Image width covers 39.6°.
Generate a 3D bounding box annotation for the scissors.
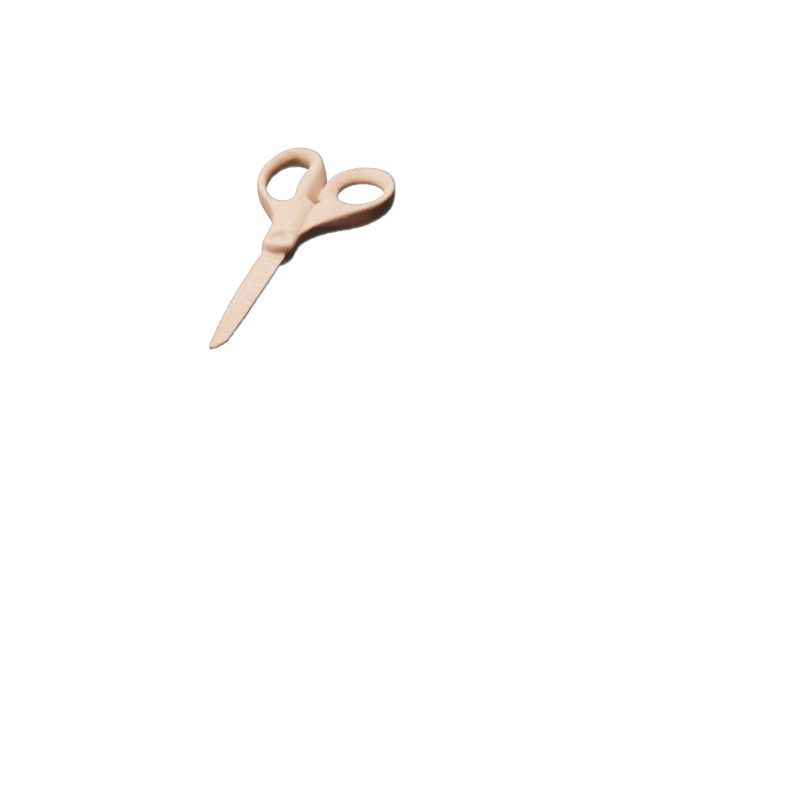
[{"bbox_3d":[-0.051,-0.093,0.649,0.096,0.015,0.215,0,40,0],"label":"scissors"}]
